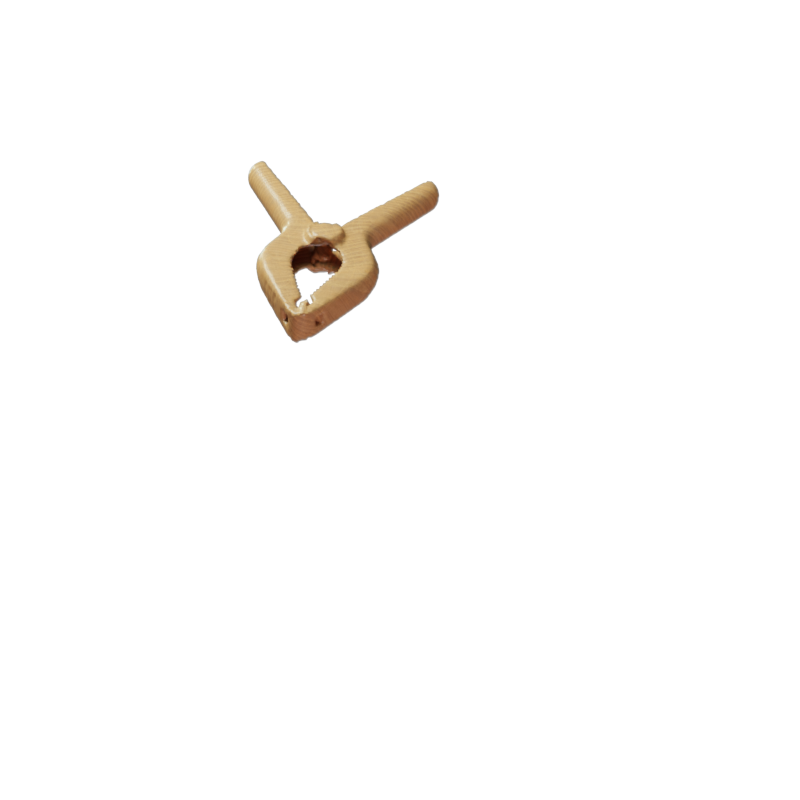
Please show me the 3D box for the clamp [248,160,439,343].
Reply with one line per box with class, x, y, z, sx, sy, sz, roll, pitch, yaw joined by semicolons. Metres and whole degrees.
clamp;-0.070;-0.127;0.888;0.168;0.034;0.220;10;42;11
